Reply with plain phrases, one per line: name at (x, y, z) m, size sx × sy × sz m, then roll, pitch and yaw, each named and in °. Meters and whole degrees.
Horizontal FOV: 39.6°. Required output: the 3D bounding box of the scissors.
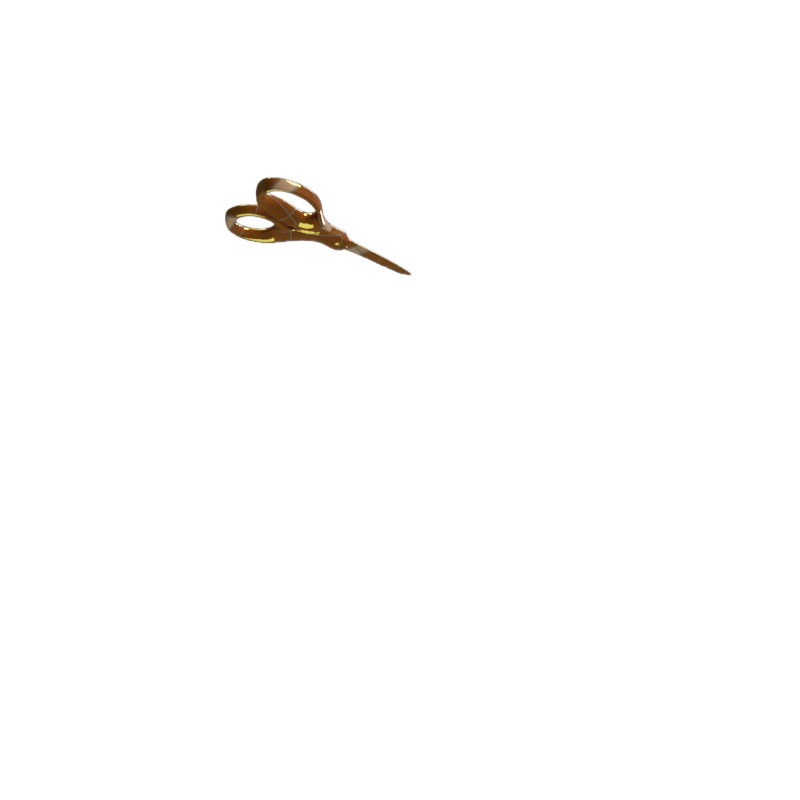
scissors at (-0.078, -0.142, 0.993) m, size 0.098 × 0.017 × 0.187 m, roll -13°, pitch -27°, yaw 27°
